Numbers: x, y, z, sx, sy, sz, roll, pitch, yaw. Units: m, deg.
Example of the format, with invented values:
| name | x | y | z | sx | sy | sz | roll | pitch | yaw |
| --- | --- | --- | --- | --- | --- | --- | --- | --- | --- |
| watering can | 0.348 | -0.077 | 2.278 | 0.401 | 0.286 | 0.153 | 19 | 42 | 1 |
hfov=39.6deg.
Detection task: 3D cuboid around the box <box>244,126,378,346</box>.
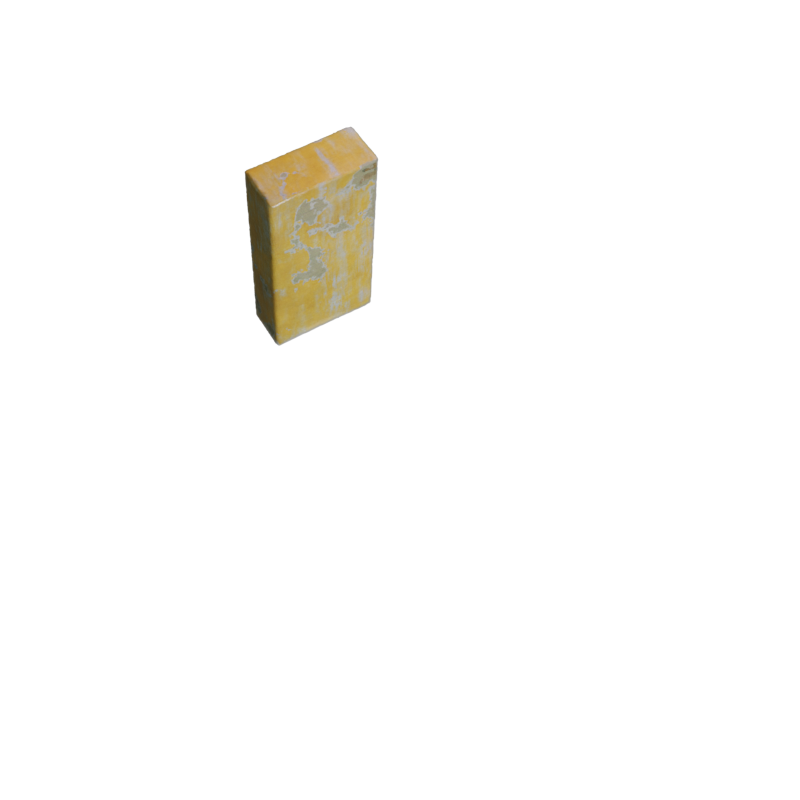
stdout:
| name | x | y | z | sx | sy | sz | roll | pitch | yaw |
| --- | --- | --- | --- | --- | --- | --- | --- | --- | --- |
| box | -0.067 | -0.122 | 0.859 | 0.093 | 0.051 | 0.165 | -27 | -26 | -19 |
